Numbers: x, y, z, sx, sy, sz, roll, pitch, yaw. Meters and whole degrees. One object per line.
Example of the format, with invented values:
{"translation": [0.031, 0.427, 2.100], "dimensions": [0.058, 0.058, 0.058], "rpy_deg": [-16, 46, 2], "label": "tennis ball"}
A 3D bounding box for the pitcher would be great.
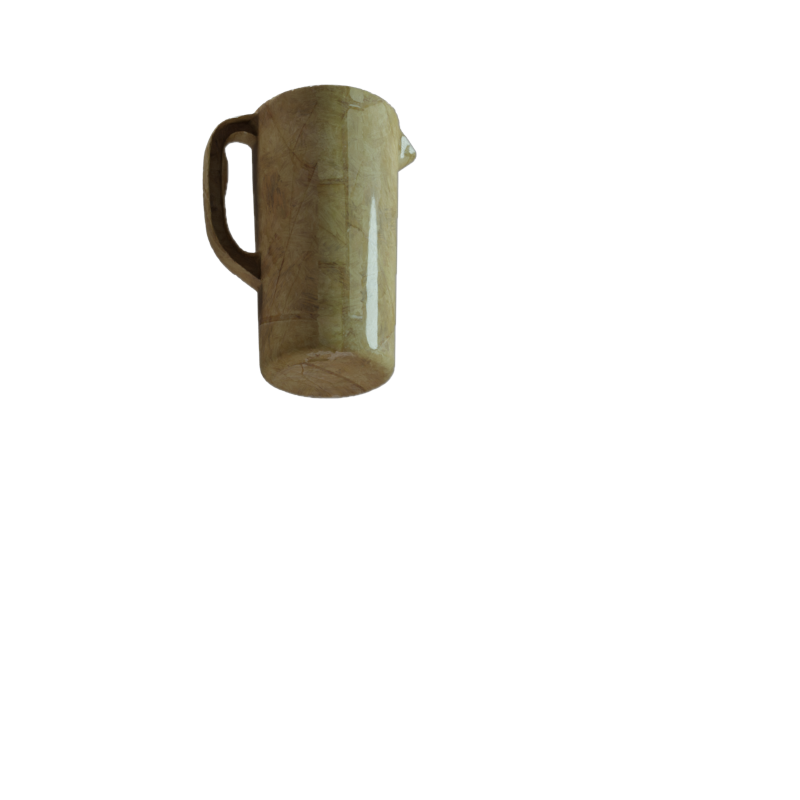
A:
{"translation": [-0.072, -0.132, 0.925], "dimensions": [0.151, 0.257, 0.135], "rpy_deg": [-13, -27, 23], "label": "pitcher"}
